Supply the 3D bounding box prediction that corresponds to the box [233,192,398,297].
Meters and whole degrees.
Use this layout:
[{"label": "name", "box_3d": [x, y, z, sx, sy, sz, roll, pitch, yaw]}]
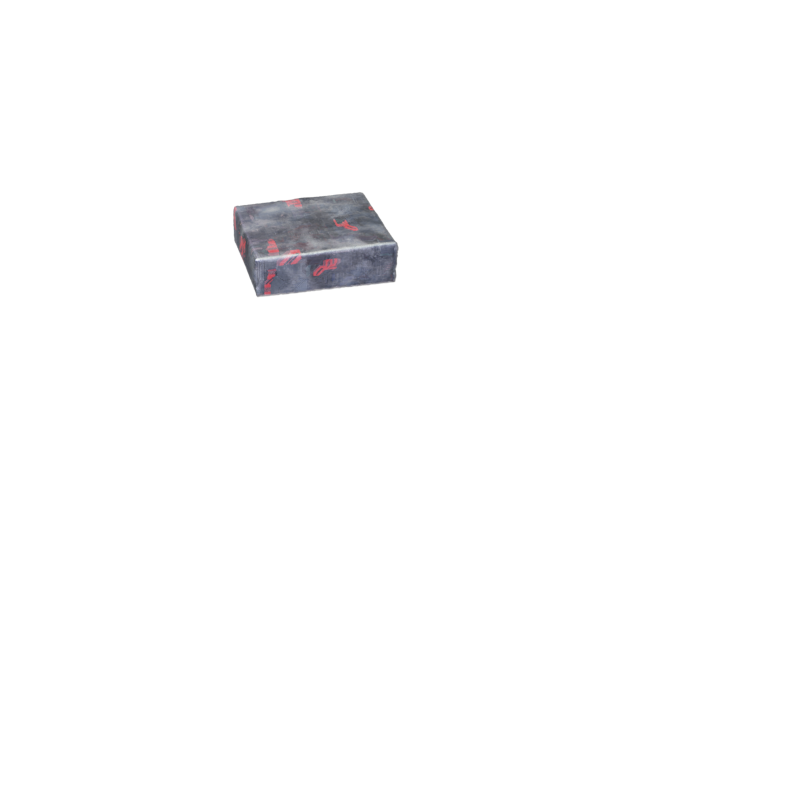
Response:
[{"label": "box", "box_3d": [-0.054, -0.098, 0.687, 0.088, 0.028, 0.079, -9, 35, -13]}]
